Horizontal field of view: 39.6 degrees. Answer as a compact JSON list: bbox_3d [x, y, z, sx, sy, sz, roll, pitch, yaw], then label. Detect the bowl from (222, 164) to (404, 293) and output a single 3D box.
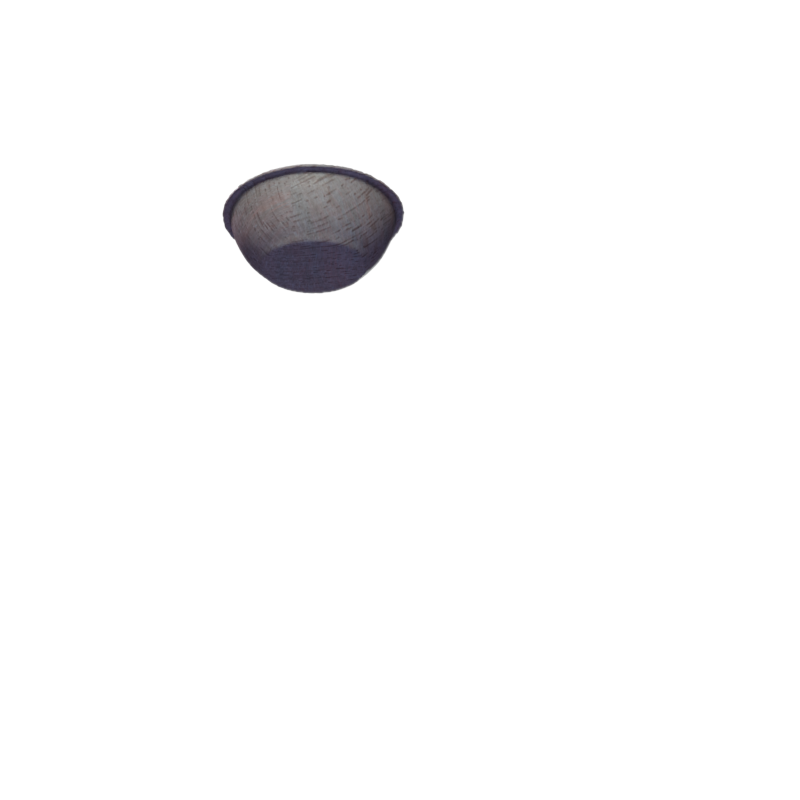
[{"bbox_3d":[-0.076,-0.139,0.974,0.162,0.058,0.153,1,-26,-2],"label":"bowl"}]
